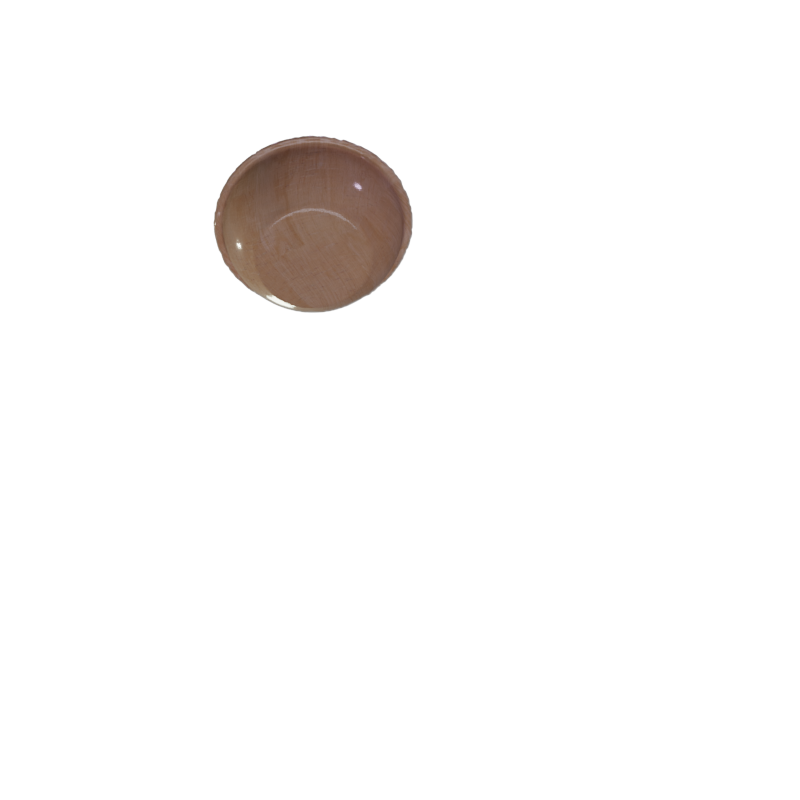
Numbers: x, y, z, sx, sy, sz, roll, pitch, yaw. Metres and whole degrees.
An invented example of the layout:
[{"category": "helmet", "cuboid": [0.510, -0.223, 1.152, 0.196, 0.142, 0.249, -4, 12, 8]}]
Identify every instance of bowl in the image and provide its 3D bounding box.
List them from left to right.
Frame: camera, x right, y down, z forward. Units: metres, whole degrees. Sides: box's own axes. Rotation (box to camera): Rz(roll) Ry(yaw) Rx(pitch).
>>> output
[{"category": "bowl", "cuboid": [-0.069, -0.126, 0.881, 0.162, 0.152, 0.059, 1, 33, -1]}]
